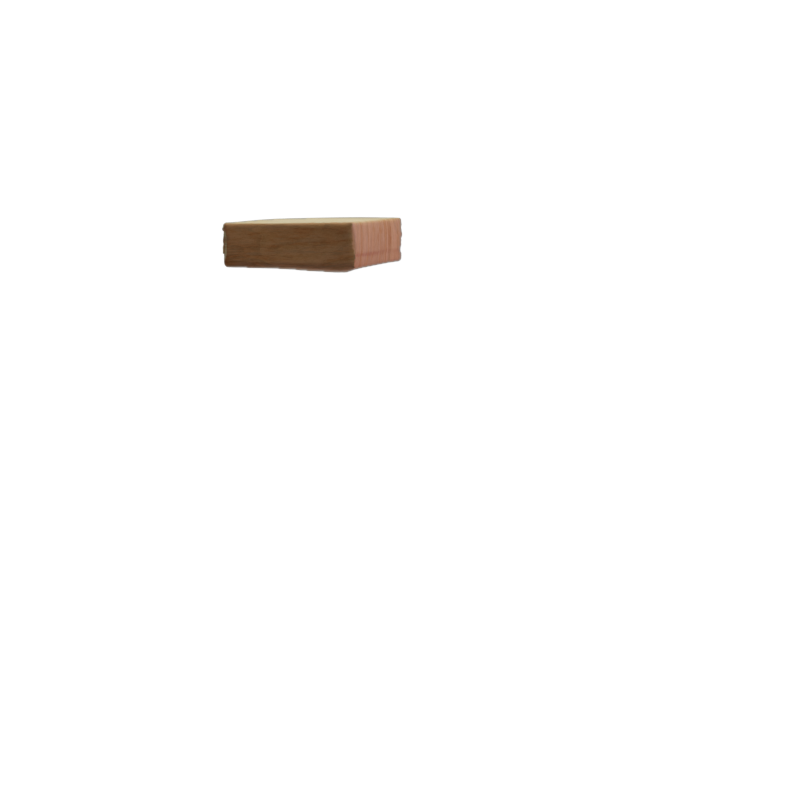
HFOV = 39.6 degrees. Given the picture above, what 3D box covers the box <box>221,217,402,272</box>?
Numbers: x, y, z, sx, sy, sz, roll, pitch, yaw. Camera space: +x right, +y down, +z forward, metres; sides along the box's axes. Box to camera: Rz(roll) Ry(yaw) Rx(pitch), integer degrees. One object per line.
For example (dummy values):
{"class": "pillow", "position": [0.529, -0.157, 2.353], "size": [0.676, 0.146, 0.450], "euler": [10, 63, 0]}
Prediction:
{"class": "box", "position": [-0.067, -0.122, 0.855], "size": [0.117, 0.038, 0.088], "euler": [6, 13, 25]}
